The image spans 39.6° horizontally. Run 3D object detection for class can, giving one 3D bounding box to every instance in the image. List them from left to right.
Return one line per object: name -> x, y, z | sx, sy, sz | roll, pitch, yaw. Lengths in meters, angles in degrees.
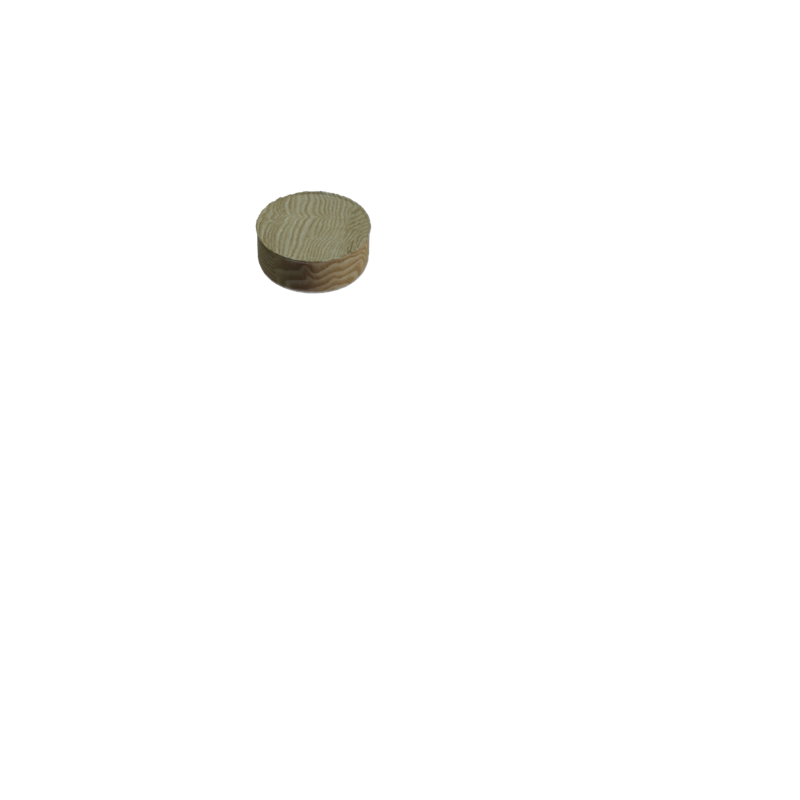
can -> -0.065, -0.119, 0.833 | 0.086, 0.031, 0.092 | -1, 43, -2
